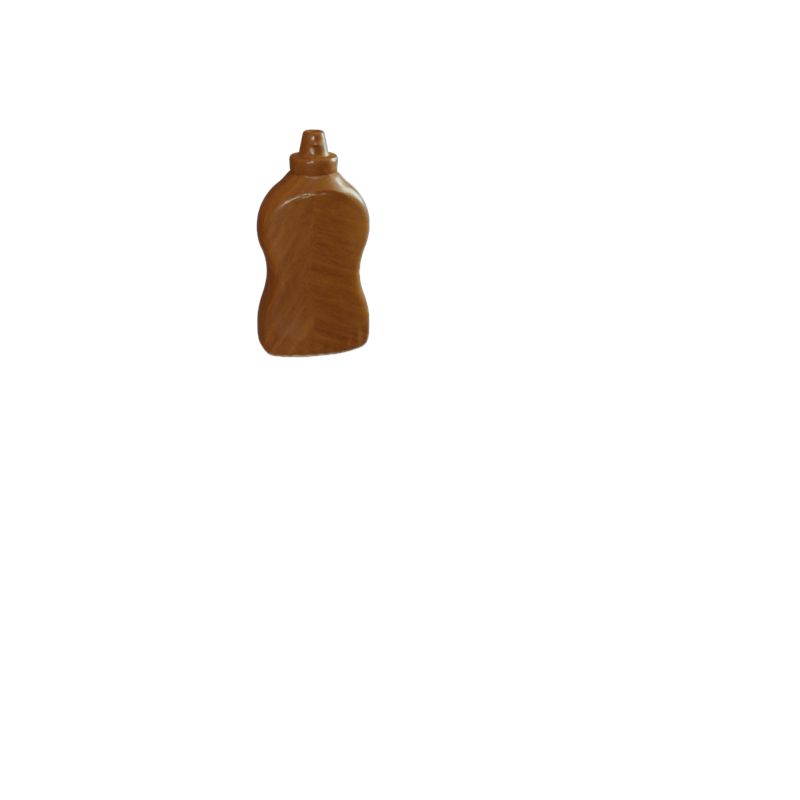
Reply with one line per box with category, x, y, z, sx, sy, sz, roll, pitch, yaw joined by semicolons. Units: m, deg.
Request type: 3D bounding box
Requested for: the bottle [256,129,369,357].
bottle;-0.074;-0.135;0.947;0.094;0.184;0.062;-4;17;-15
